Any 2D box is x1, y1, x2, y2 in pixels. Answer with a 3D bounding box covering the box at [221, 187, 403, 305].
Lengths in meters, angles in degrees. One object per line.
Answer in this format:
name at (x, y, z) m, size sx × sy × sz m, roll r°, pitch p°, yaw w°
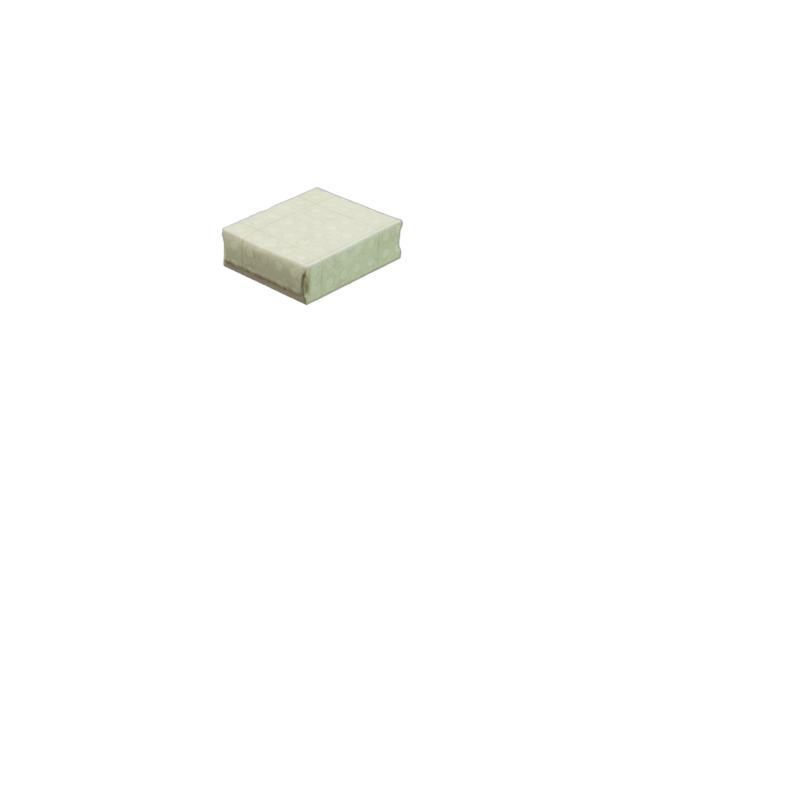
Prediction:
box at (-0.053, -0.098, 0.684) m, size 0.078 × 0.028 × 0.089 m, roll 26°, pitch 41°, yaw 34°
